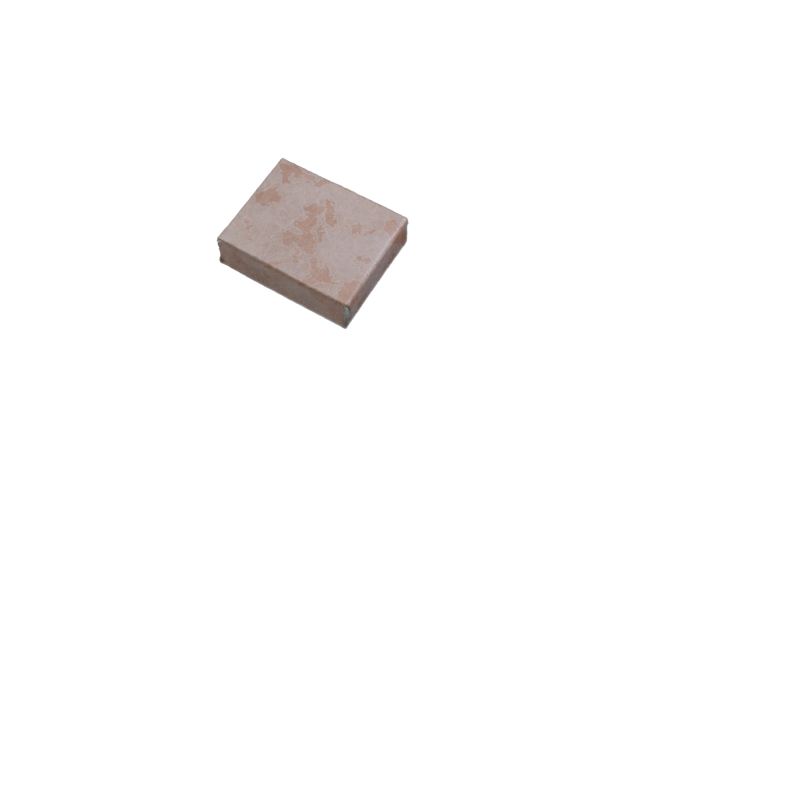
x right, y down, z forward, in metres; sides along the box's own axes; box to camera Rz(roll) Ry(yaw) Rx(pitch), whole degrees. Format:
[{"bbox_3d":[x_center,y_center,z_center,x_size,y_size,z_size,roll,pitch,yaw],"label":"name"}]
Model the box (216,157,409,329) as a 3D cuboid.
[{"bbox_3d":[-0.064,-0.116,0.815,0.118,0.093,0.036,26,-31,16],"label":"box"}]
